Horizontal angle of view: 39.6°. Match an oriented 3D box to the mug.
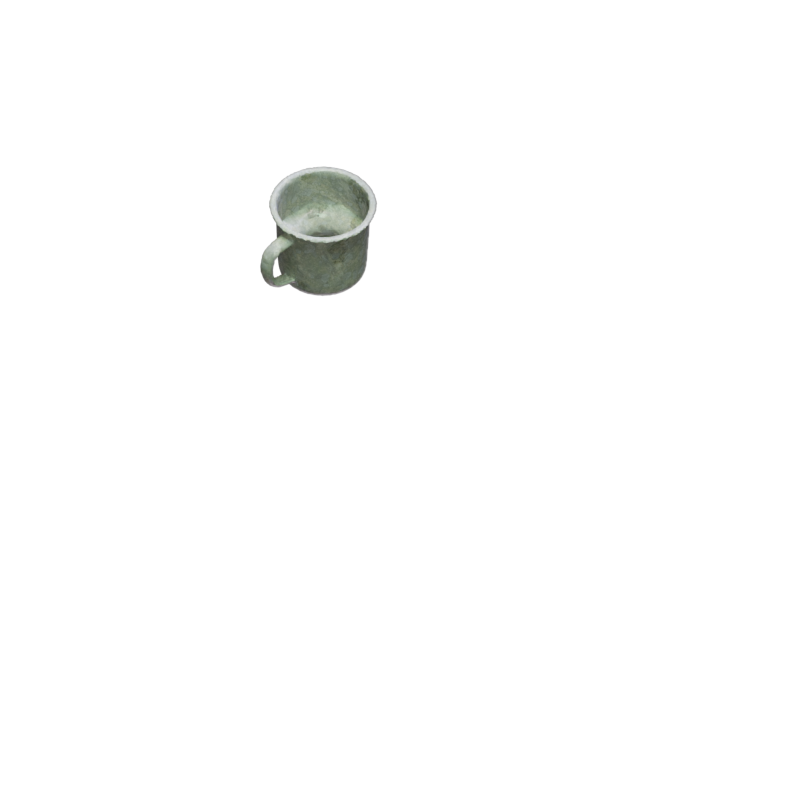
[{"bbox_3d":[-0.077,-0.140,0.982,0.099,0.076,0.119,35,58,24],"label":"mug"}]
